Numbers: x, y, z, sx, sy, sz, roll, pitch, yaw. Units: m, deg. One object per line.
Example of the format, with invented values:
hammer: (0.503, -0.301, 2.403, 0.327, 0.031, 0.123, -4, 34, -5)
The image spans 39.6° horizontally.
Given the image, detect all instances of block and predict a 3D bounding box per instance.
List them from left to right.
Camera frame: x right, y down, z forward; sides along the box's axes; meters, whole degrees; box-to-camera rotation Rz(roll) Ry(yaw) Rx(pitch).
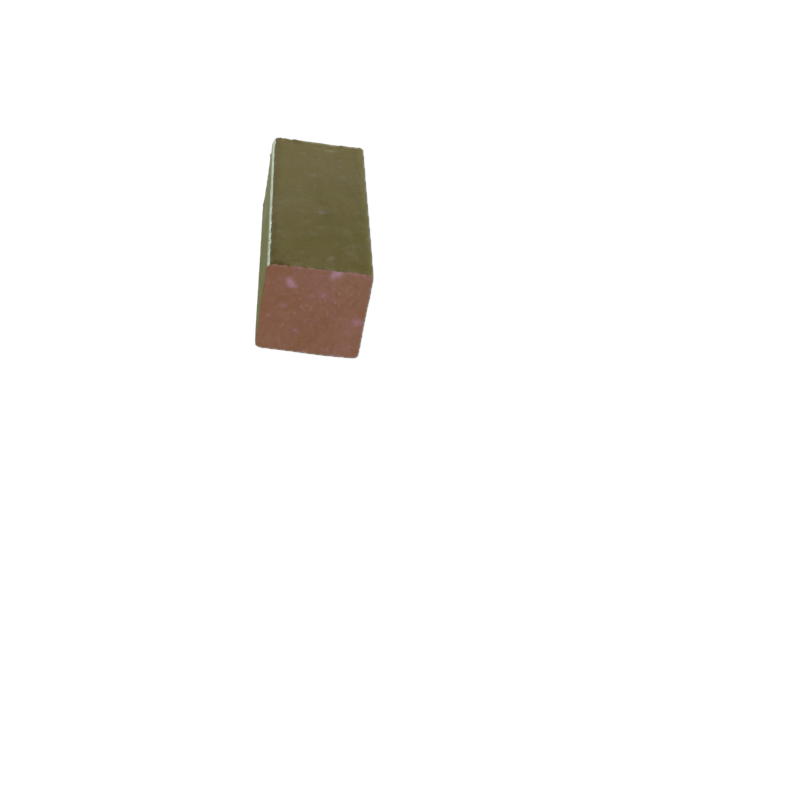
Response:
block: (-0.078, -0.142, 0.993, 0.089, 0.085, 0.221, 6, 39, -8)
